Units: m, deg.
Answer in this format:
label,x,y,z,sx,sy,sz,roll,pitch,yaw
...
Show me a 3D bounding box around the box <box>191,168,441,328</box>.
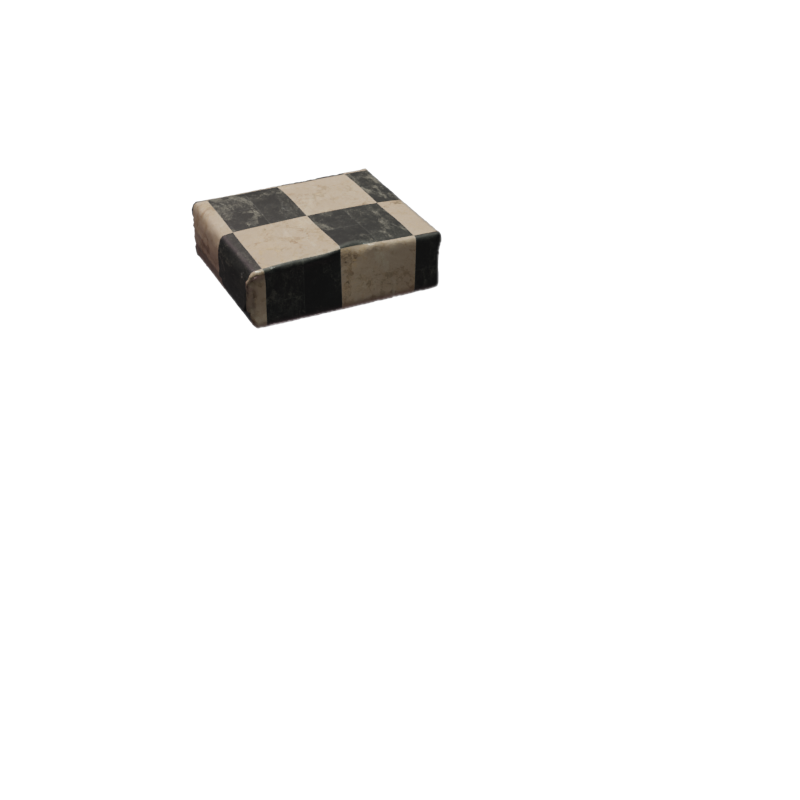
label,x,y,z,sx,sy,sz,roll,pitch,yaw
box,-0.038,-0.069,0.486,0.088,0.028,0.079,-15,36,-21
